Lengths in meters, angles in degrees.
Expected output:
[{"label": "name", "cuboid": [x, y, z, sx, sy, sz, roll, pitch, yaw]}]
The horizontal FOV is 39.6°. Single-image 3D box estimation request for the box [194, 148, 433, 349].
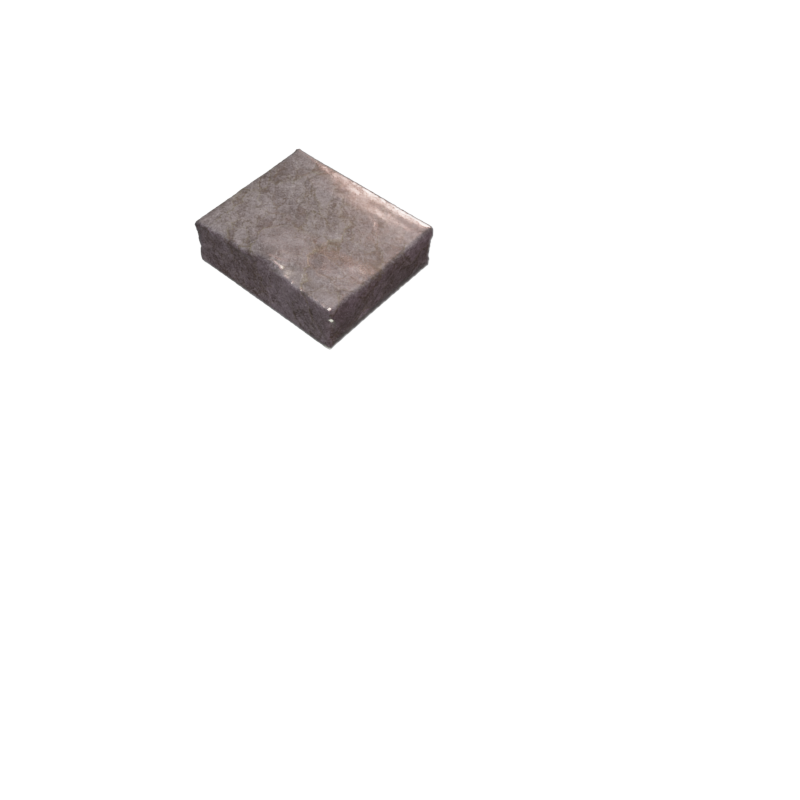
[{"label": "box", "cuboid": [-0.042, -0.076, 0.531, 0.095, 0.028, 0.074, 34, 57, 26]}]
